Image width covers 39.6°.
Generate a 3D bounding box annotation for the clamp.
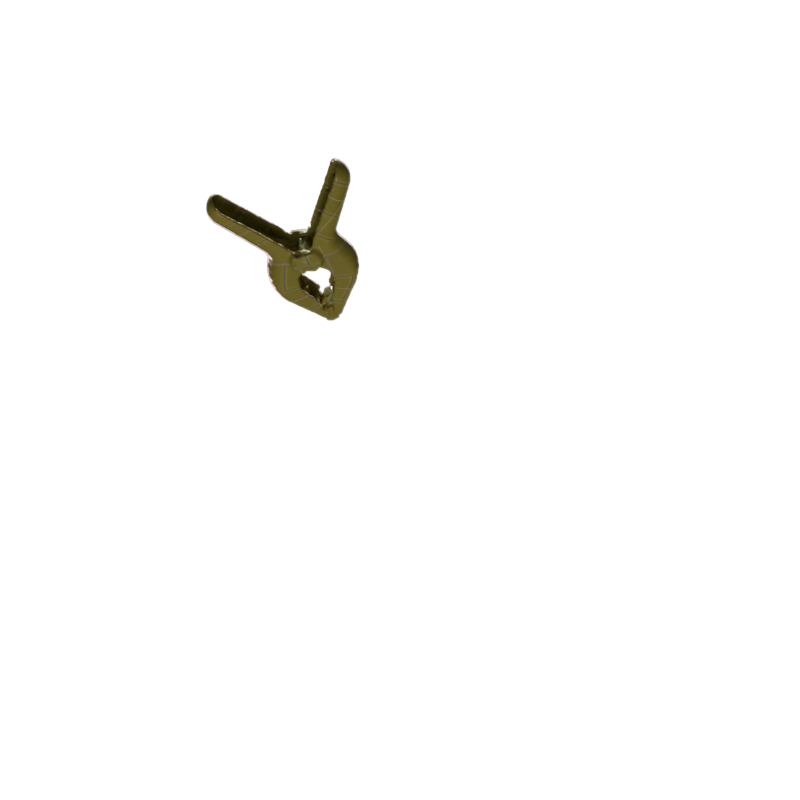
[{"bbox_3d":[-0.073,-0.134,0.937,0.121,0.042,0.158,-15,-39,20],"label":"clamp"}]
